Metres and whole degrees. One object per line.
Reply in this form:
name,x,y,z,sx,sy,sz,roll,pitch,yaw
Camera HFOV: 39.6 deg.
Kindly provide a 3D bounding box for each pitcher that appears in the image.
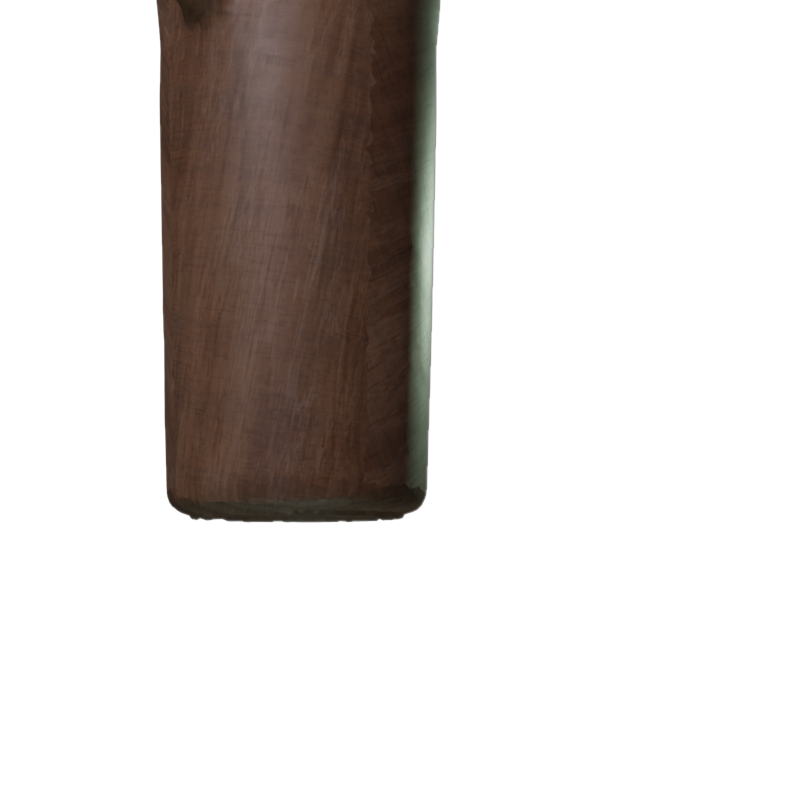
pitcher,-0.039,-0.071,0.499,0.147,0.252,0.142,2,-14,-12
